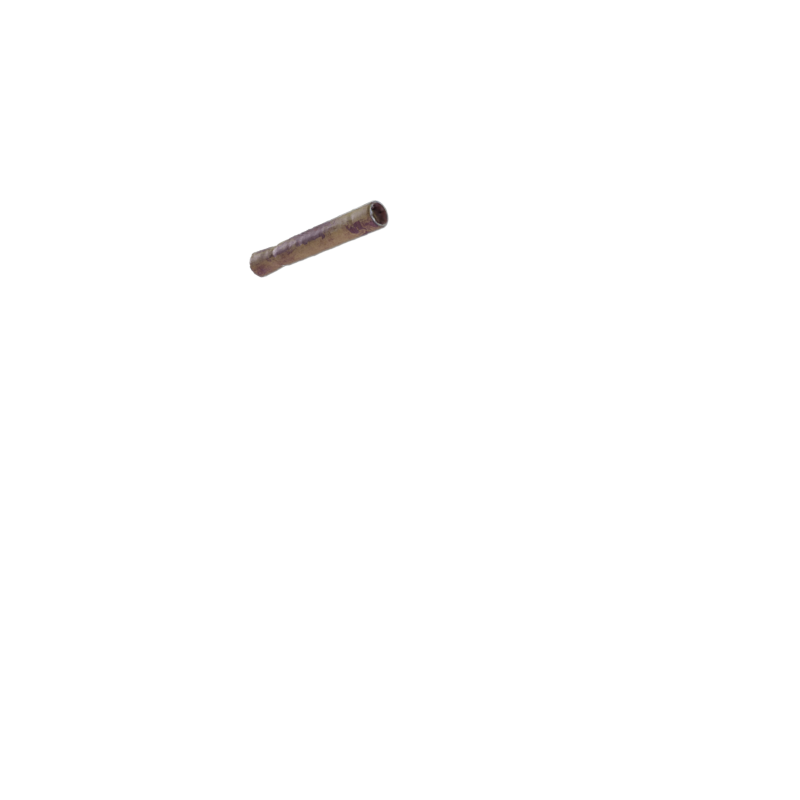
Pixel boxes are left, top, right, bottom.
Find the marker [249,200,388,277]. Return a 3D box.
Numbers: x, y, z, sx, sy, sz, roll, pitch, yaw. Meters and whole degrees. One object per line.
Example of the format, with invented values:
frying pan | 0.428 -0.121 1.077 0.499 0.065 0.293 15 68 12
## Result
marker | -0.058 -0.105 0.737 0.122 0.020 0.019 -15 -7 41
